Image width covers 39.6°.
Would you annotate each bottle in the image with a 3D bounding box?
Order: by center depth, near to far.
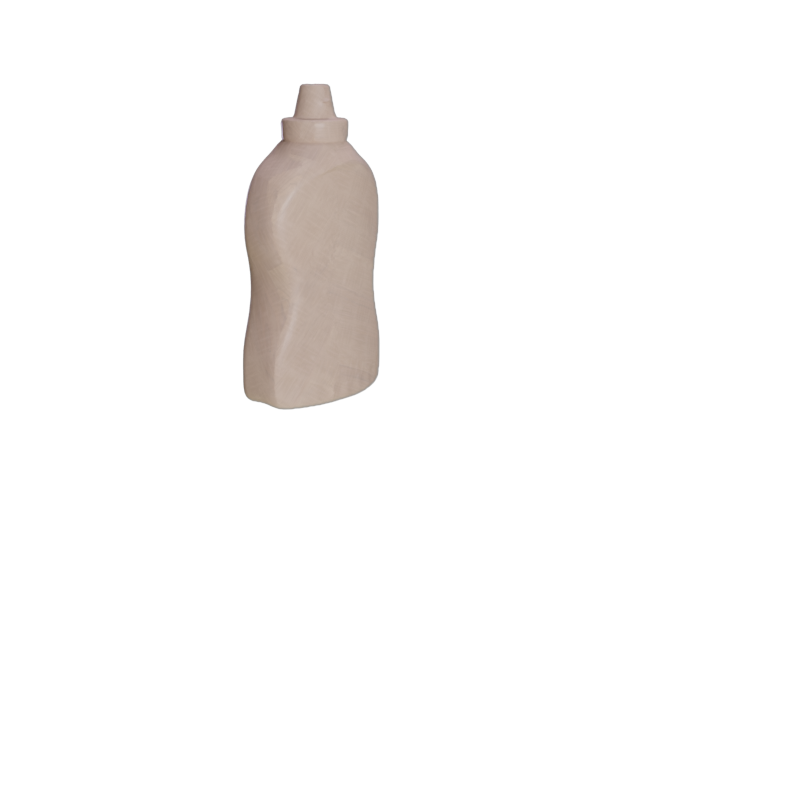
[{"bbox_3d":[-0.053,-0.097,0.680,0.061,0.187,0.093,10,14,43],"label":"bottle"}]
